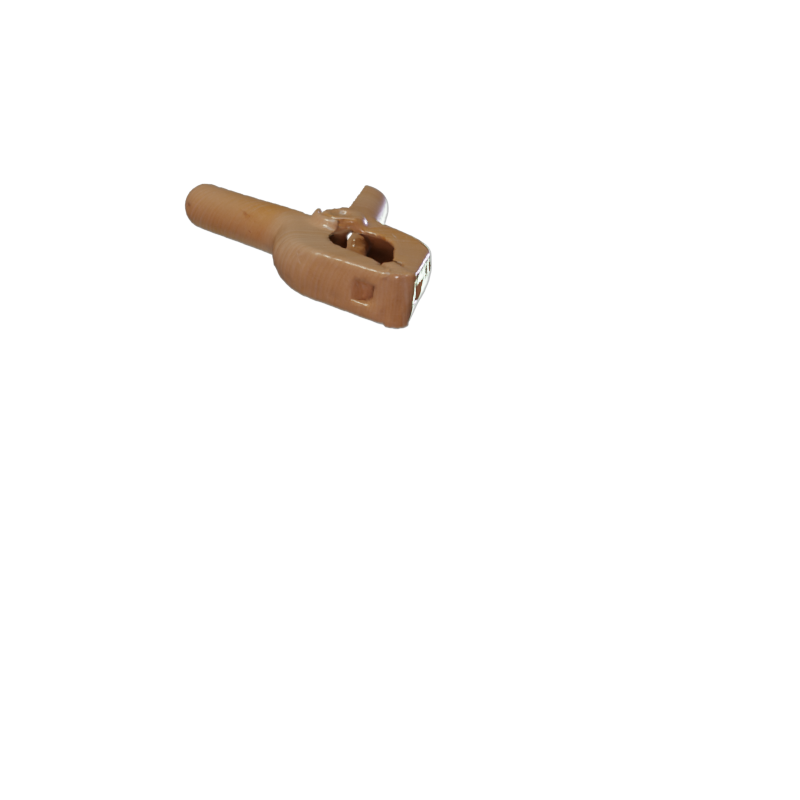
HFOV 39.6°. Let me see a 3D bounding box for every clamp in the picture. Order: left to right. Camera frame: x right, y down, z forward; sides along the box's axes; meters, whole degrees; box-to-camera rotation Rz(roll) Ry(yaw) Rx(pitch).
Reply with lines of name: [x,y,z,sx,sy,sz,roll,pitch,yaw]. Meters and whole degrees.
clamp: [-0.045,-0.082,0.574,0.118,0.037,0.182,-6,24,-14]
